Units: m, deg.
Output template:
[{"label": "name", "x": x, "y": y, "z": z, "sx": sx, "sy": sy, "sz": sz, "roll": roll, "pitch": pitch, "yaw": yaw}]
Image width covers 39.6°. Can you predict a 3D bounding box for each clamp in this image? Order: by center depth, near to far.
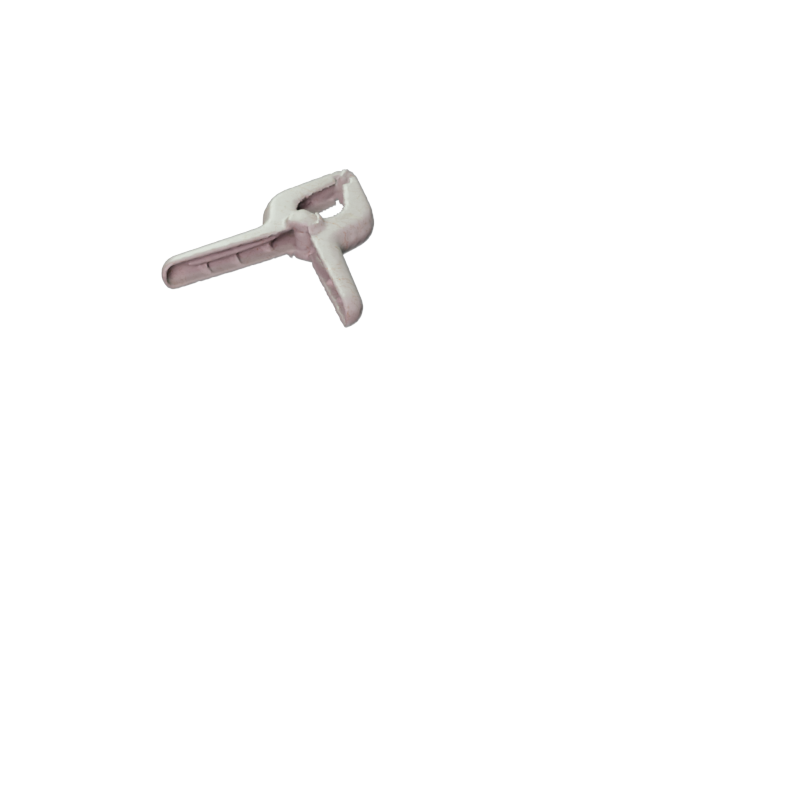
[{"label": "clamp", "x": -0.071, "y": -0.129, "z": 0.906, "sx": 0.172, "sy": 0.034, "sz": 0.215, "roll": 17, "pitch": 39, "yaw": 22}]
